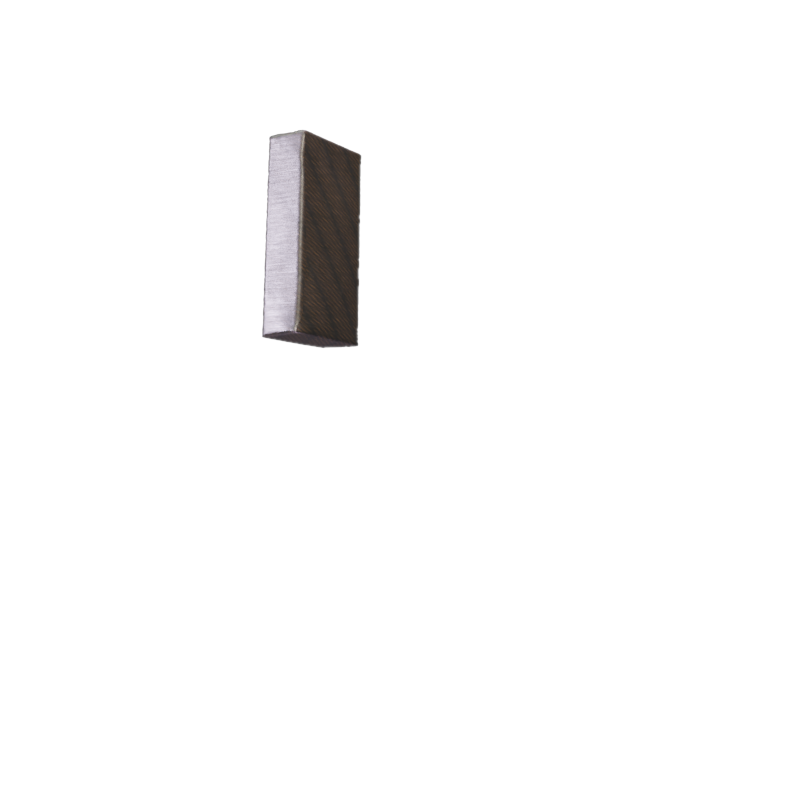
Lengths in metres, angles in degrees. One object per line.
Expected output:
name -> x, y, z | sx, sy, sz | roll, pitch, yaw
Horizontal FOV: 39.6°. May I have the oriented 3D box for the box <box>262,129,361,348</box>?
box -> -0.076, -0.138, 0.967 | 0.049, 0.182, 0.088 | -9, -14, 32
